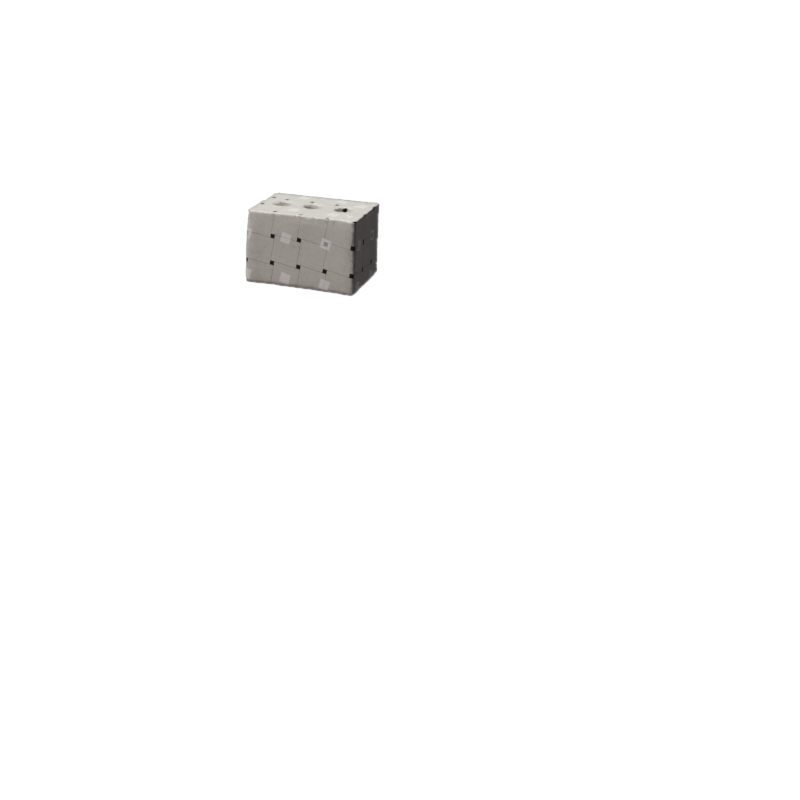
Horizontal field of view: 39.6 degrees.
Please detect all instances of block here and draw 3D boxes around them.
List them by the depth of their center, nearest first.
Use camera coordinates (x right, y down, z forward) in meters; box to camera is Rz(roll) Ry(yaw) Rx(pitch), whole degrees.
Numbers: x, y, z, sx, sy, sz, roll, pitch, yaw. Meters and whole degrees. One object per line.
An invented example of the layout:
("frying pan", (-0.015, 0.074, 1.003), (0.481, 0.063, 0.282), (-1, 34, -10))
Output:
("block", (-0.058, -0.106, 0.744), (0.080, 0.049, 0.054), (8, 23, 18))
